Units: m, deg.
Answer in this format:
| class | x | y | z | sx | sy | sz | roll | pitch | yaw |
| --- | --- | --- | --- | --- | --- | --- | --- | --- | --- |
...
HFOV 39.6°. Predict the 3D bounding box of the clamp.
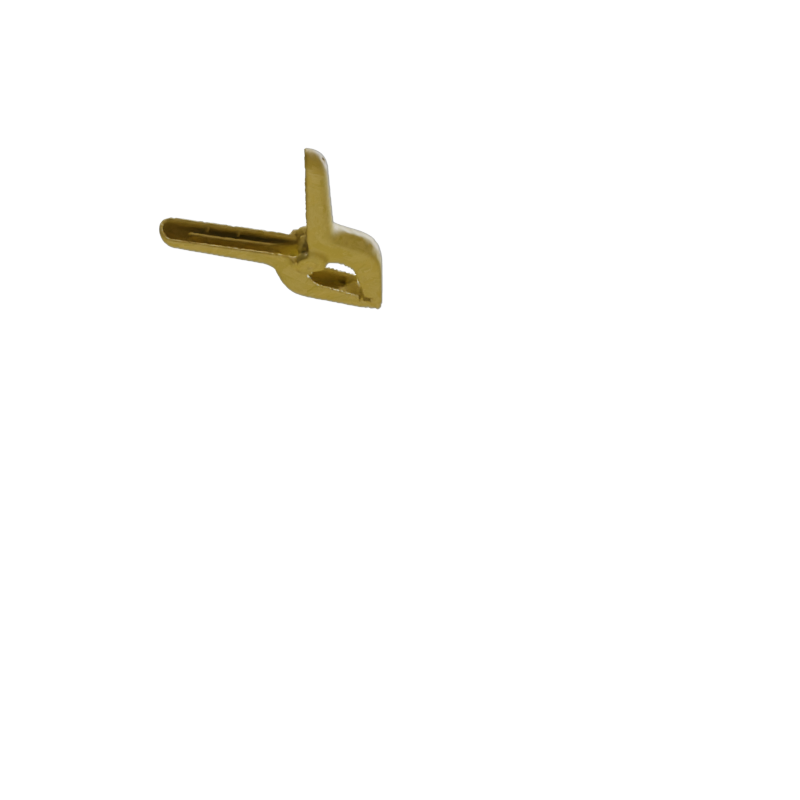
| class | x | y | z | sx | sy | sz | roll | pitch | yaw |
| --- | --- | --- | --- | --- | --- | --- | --- | --- | --- |
| clamp | -0.073 | -0.133 | 0.932 | 0.165 | 0.039 | 0.196 | -24 | -36 | 37 |
